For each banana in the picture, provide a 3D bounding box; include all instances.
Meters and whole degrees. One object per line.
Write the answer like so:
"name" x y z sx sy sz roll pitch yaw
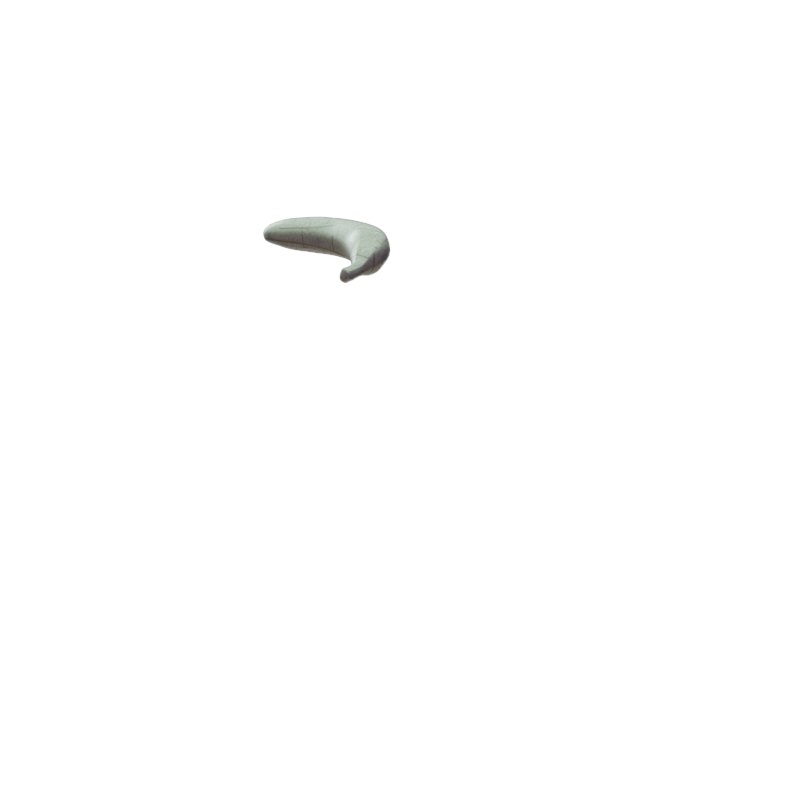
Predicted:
"banana" -0.059 -0.142 0.989 0.068 0.036 0.209 -7 18 -24
